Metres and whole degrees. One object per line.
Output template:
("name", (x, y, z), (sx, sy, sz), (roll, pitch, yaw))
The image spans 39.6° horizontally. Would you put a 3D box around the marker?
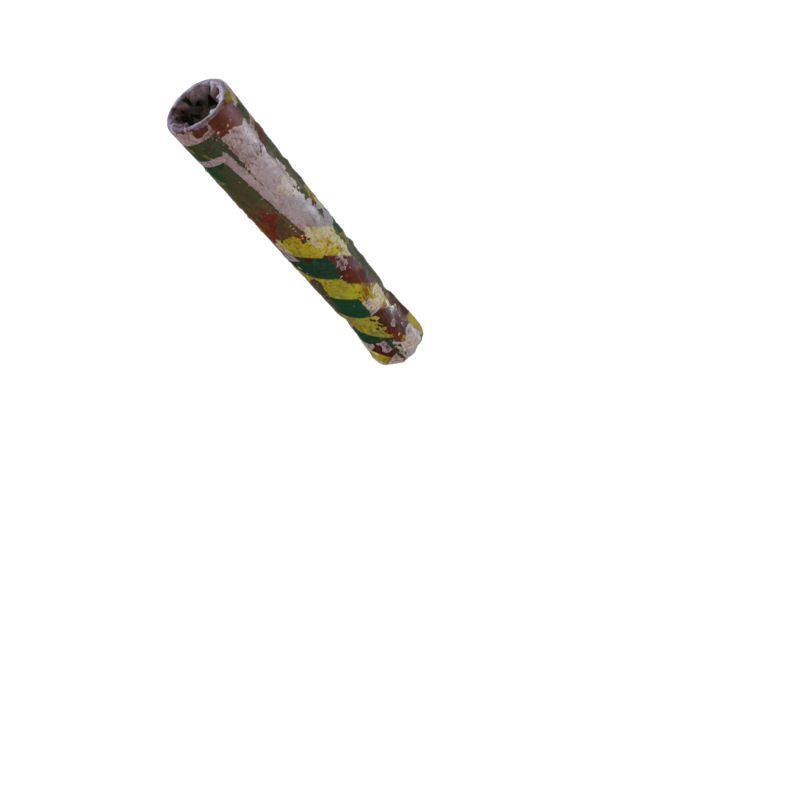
("marker", (-0.025, -0.045, 0.319), (0.020, 0.021, 0.112), (3, -30, 35))
